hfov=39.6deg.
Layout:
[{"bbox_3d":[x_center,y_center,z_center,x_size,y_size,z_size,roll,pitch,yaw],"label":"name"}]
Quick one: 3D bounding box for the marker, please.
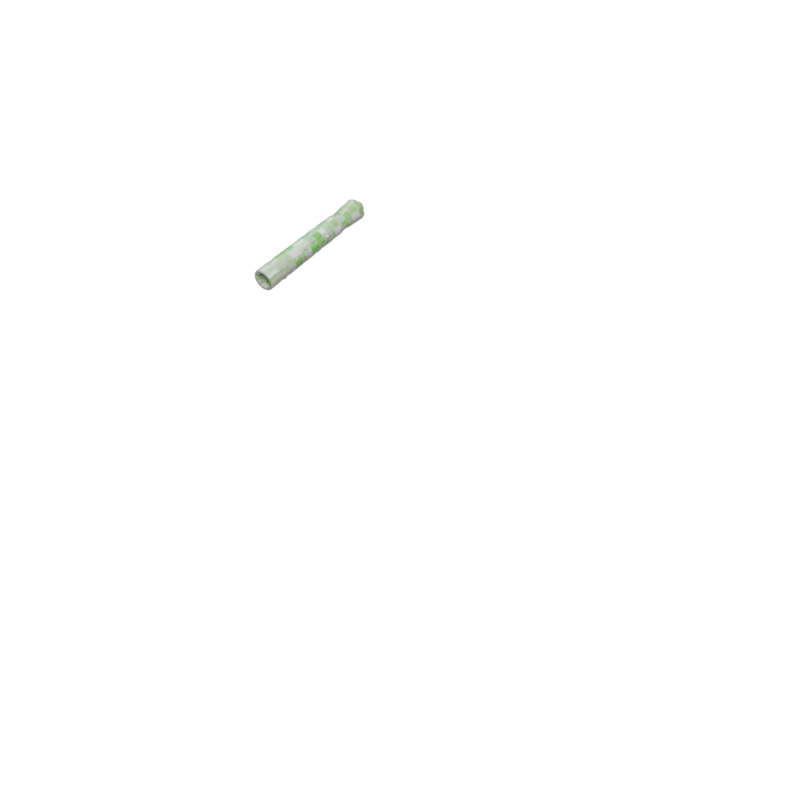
[{"bbox_3d":[-0.070,-0.128,0.897,0.021,0.019,0.123,3,37,45],"label":"marker"}]
